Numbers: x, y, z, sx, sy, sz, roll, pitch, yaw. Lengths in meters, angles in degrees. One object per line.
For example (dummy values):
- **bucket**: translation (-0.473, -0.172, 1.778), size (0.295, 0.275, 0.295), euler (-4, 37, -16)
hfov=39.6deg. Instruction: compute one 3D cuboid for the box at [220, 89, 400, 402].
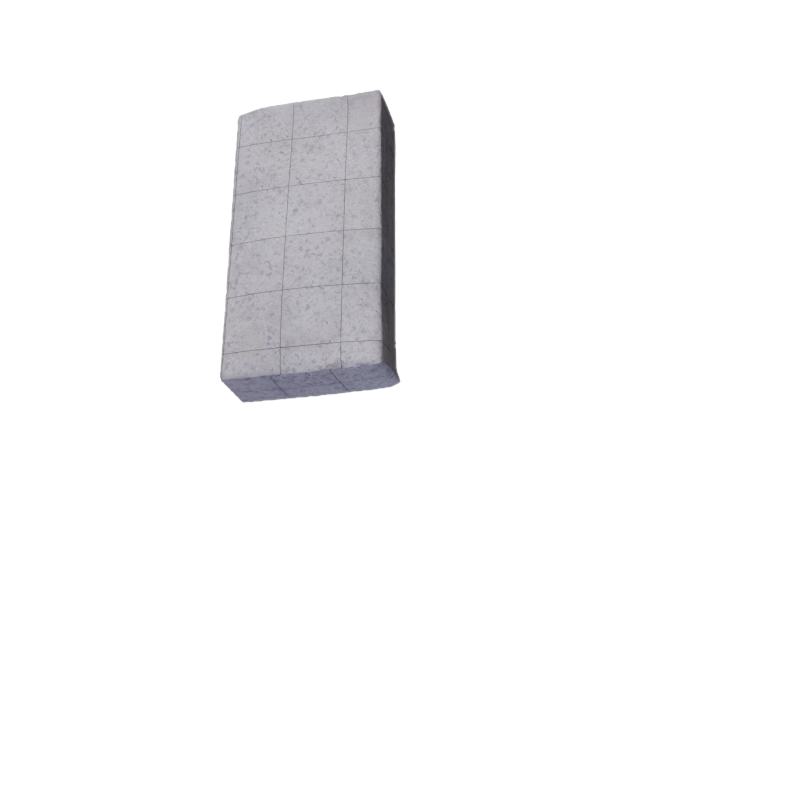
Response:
- **box**: translation (-0.050, -0.091, 0.638), size (0.095, 0.186, 0.045), euler (-8, -25, 13)
